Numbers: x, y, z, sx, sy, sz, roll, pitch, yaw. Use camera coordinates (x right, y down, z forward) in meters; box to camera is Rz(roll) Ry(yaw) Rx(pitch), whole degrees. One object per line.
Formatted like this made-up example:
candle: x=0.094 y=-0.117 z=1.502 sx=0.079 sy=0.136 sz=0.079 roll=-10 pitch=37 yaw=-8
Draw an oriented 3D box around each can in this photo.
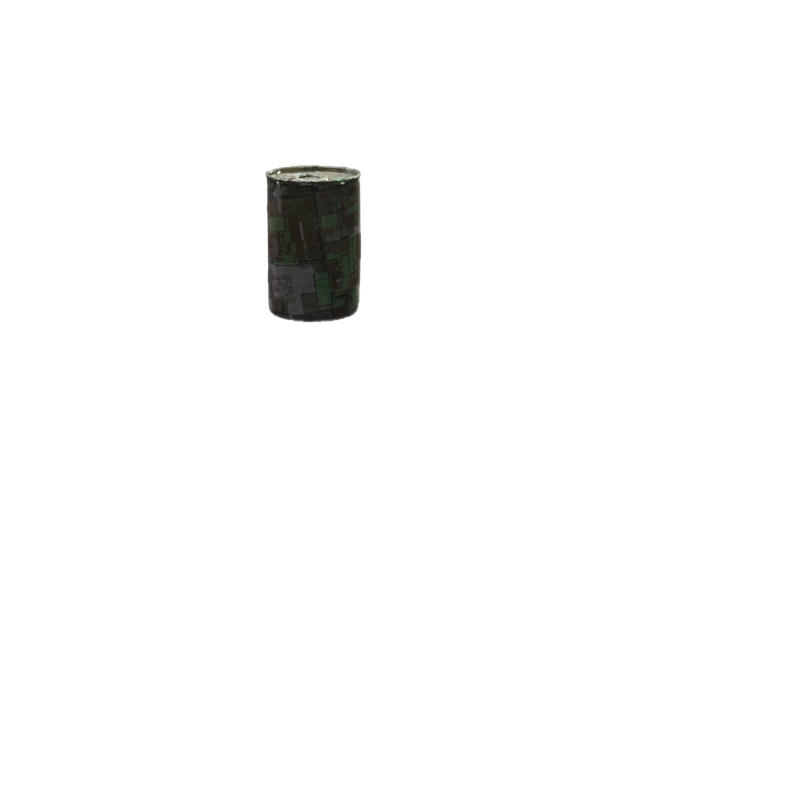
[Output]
can: x=-0.063 y=-0.114 z=0.800 sx=0.068 sy=0.099 sz=0.071 roll=0 pitch=16 yaw=-2
